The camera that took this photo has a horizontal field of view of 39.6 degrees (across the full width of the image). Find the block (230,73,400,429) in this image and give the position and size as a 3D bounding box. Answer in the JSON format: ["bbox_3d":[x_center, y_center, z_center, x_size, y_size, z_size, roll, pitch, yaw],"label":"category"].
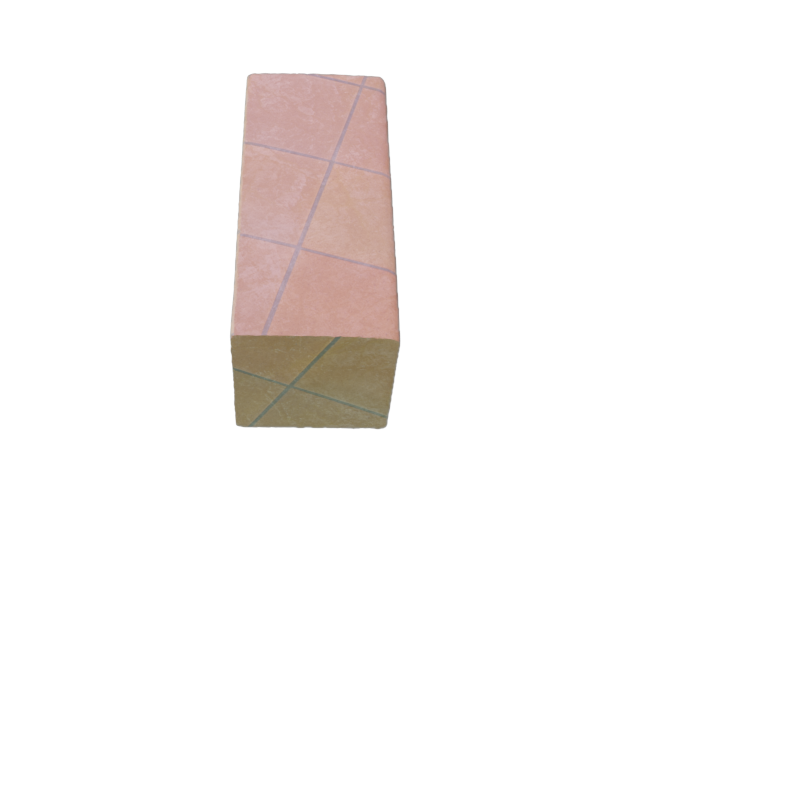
[{"bbox_3d":[-0.052,-0.096,0.670,0.090,0.221,0.085,0,-38,-4],"label":"block"}]
